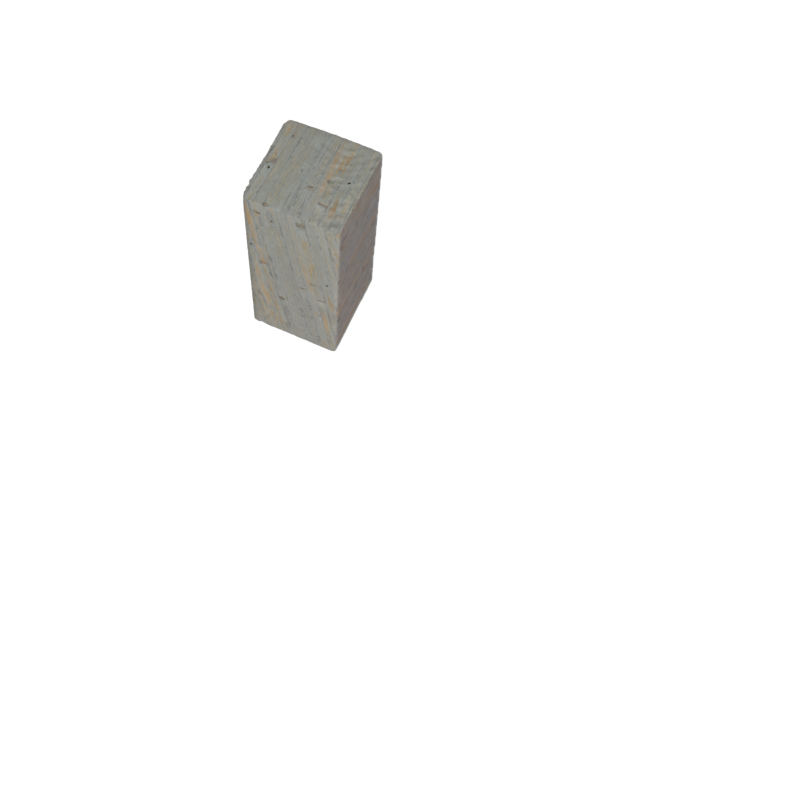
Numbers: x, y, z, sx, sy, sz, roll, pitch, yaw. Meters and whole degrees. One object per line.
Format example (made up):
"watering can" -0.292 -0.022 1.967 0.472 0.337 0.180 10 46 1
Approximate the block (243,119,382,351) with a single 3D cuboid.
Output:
"block" -0.078 -0.141 0.985 0.092 0.094 0.194 22 -25 7
